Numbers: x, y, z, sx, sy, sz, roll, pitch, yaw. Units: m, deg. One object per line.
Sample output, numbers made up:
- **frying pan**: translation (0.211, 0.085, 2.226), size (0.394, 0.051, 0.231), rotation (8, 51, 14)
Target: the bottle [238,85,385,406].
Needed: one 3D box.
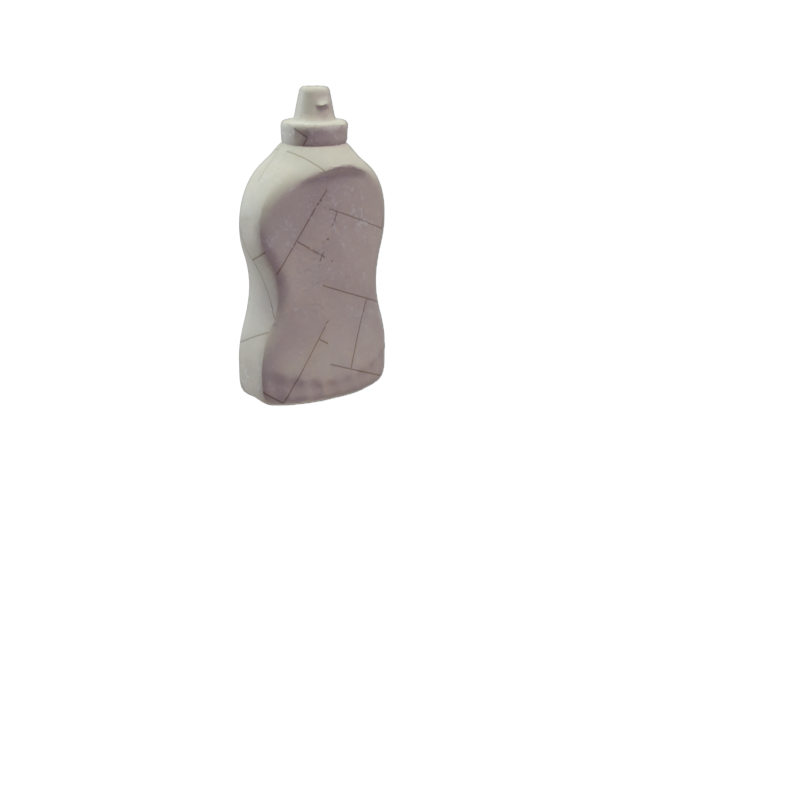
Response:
- **bottle**: translation (-0.054, -0.098, 0.688), size (0.094, 0.186, 0.062), rotation (-9, 17, -34)
